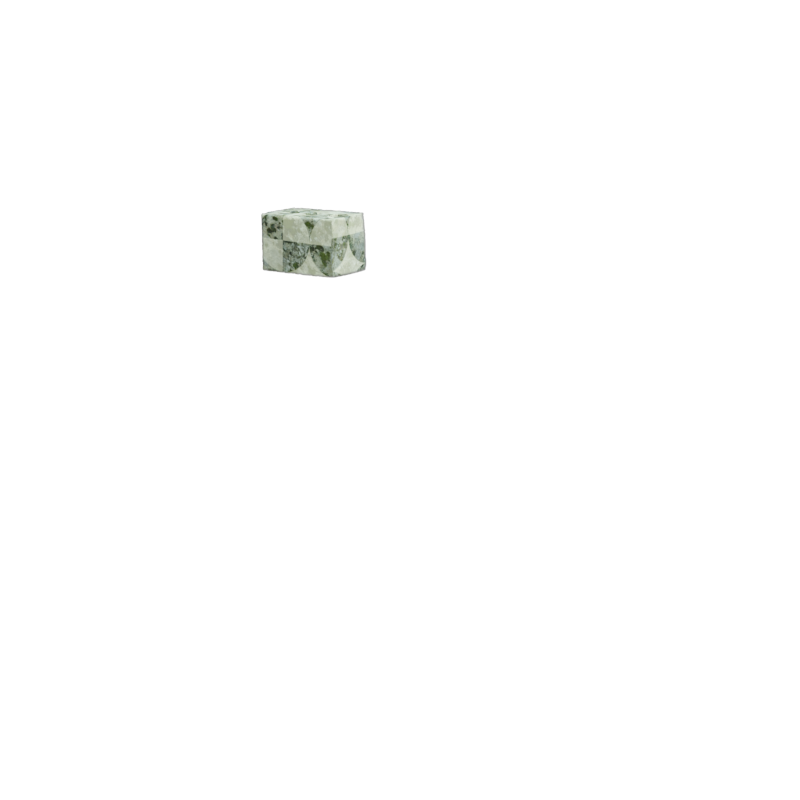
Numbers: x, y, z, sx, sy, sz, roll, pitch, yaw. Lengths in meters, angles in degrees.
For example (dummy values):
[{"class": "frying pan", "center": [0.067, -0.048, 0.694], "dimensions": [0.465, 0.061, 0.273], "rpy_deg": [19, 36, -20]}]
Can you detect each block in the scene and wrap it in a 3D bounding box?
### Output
[{"class": "block", "center": [-0.076, -0.138, 0.969], "dimensions": [0.081, 0.050, 0.052], "rpy_deg": [9, 15, 31]}]
